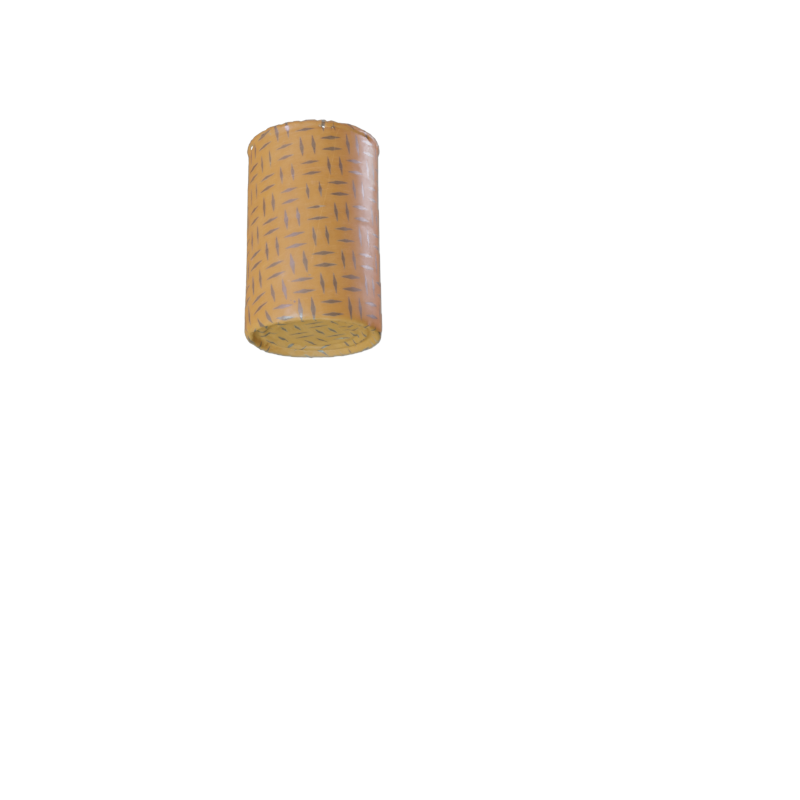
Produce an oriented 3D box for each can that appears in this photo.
[{"bbox_3d":[-0.043,-0.079,0.552,0.068,0.107,0.065,0,-19,-2],"label":"can"}]
